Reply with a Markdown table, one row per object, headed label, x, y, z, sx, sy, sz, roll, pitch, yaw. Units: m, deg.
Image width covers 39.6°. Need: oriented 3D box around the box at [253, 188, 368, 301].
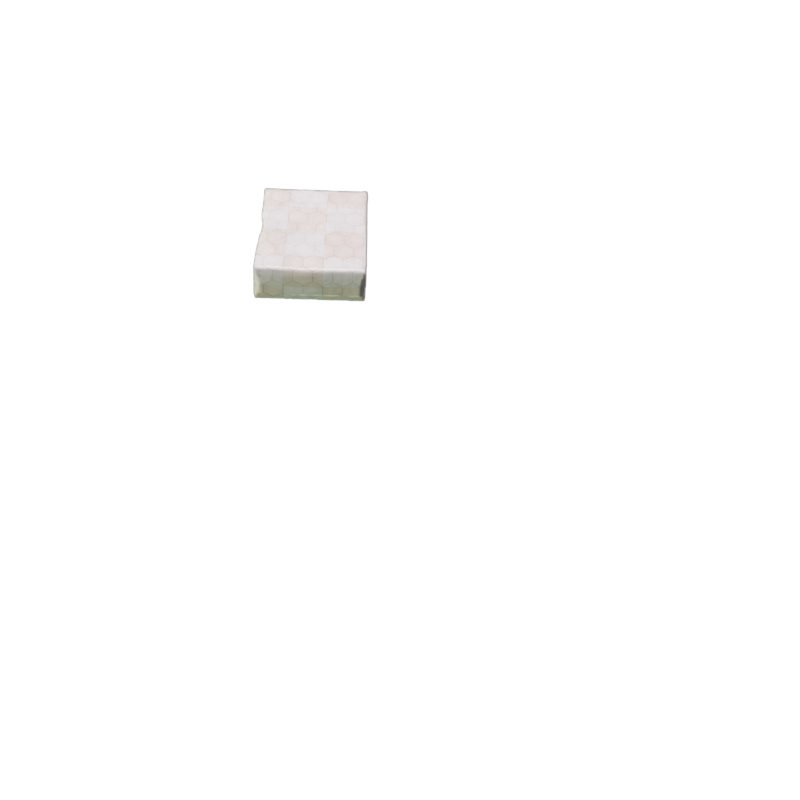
| label | x | y | z | sx | sy | sz | roll | pitch | yaw |
| --- | --- | --- | --- | --- | --- | --- | --- | --- | --- |
| box | -0.058 | -0.106 | 0.744 | 0.073 | 0.028 | 0.095 | 1 | 44 | 1 |
